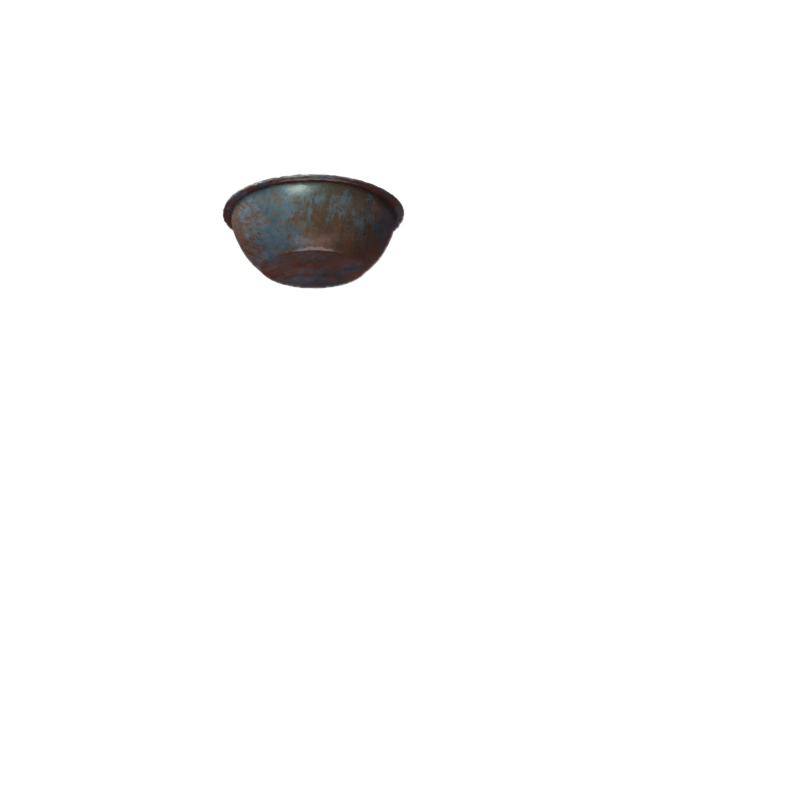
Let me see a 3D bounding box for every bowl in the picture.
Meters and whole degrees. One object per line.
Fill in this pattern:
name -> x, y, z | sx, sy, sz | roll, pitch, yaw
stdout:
bowl -> -0.076, -0.139, 0.977 | 0.162, 0.058, 0.155 | 0, -17, -2
